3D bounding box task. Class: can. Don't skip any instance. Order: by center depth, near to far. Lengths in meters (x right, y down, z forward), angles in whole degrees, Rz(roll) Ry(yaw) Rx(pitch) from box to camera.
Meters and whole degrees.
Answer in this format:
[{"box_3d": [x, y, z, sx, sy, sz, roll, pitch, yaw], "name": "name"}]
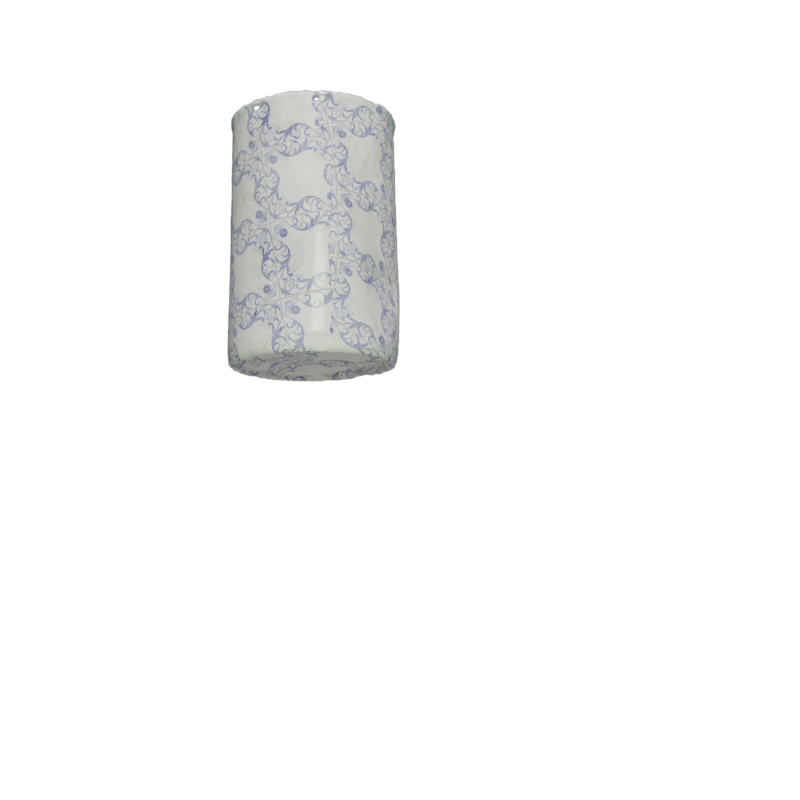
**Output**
[{"box_3d": [-0.035, -0.063, 0.444, 0.068, 0.106, 0.066, 0, -14, -2], "name": "can"}]
